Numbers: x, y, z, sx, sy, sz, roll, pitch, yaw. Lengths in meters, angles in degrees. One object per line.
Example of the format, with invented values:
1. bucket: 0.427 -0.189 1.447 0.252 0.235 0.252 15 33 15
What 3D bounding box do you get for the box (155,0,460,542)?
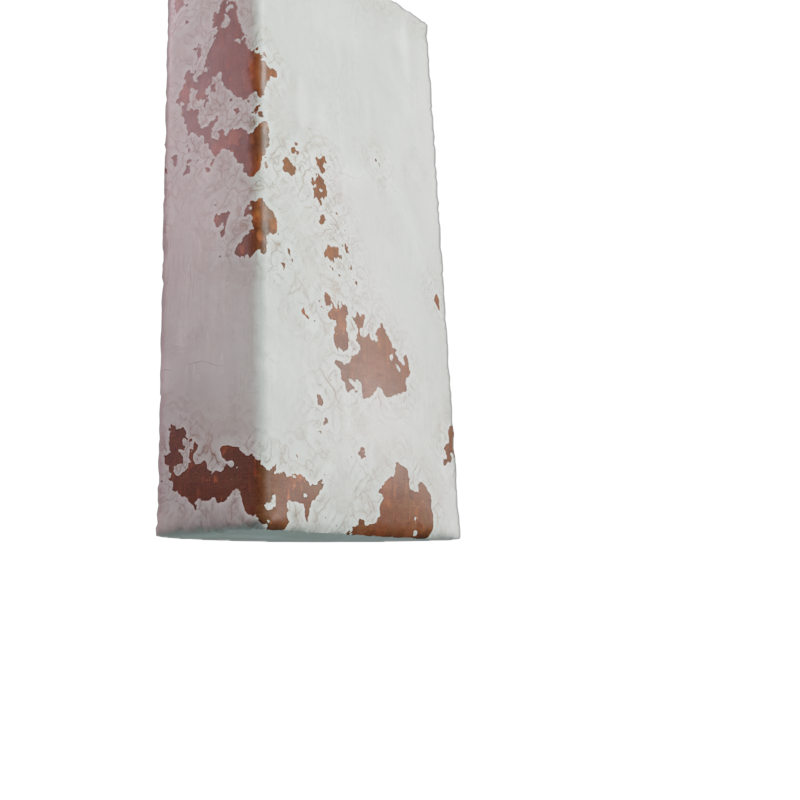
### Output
1. box: -0.026 -0.048 0.337 0.049 0.183 0.088 -12 -18 35
